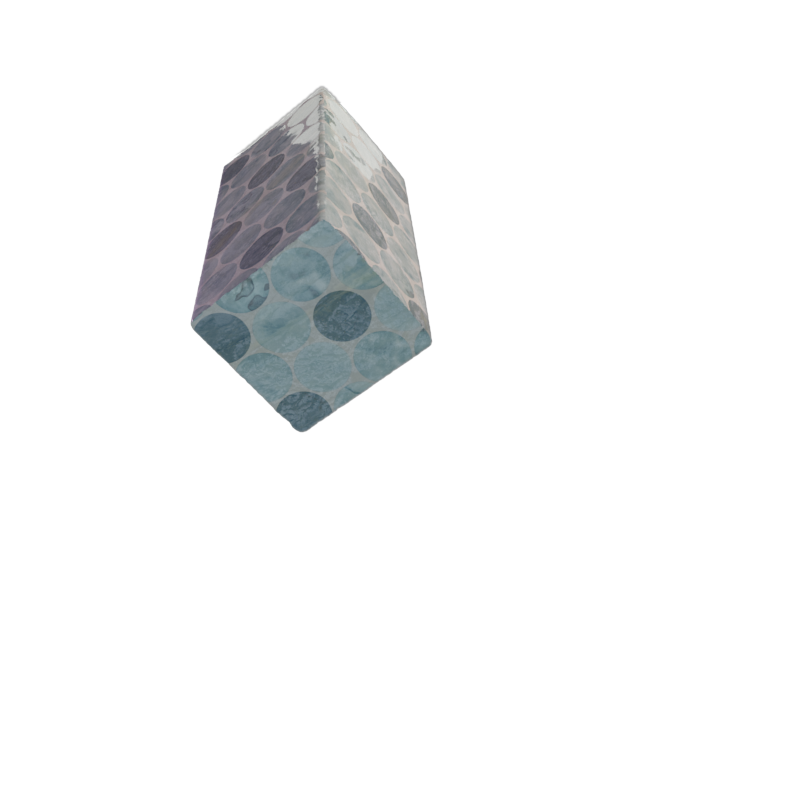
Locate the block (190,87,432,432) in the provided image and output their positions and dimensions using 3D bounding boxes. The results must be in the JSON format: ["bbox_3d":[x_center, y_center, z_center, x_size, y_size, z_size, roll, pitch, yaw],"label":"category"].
[{"bbox_3d":[-0.050,-0.091,0.641,0.090,0.085,0.219,-35,27,16],"label":"block"}]
